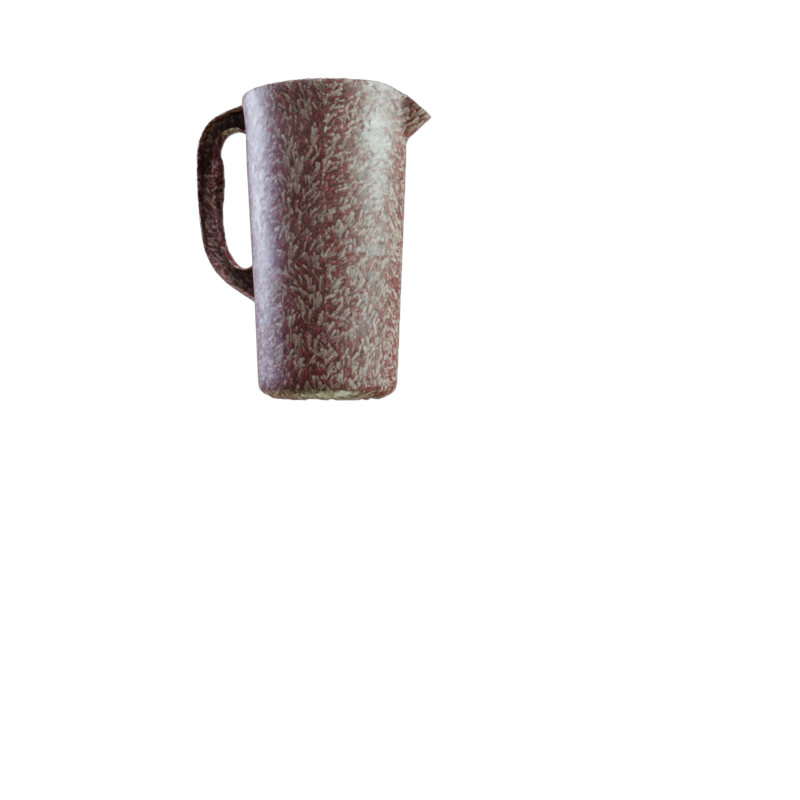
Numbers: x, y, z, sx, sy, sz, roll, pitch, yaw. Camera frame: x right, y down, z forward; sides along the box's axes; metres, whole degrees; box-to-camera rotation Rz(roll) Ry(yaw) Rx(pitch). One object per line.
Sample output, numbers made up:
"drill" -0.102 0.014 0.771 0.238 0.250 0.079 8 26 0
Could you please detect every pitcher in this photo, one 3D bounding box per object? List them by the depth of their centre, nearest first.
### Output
"pitcher" -0.068 -0.124 0.871 0.139 0.246 0.154 2 -4 -34
